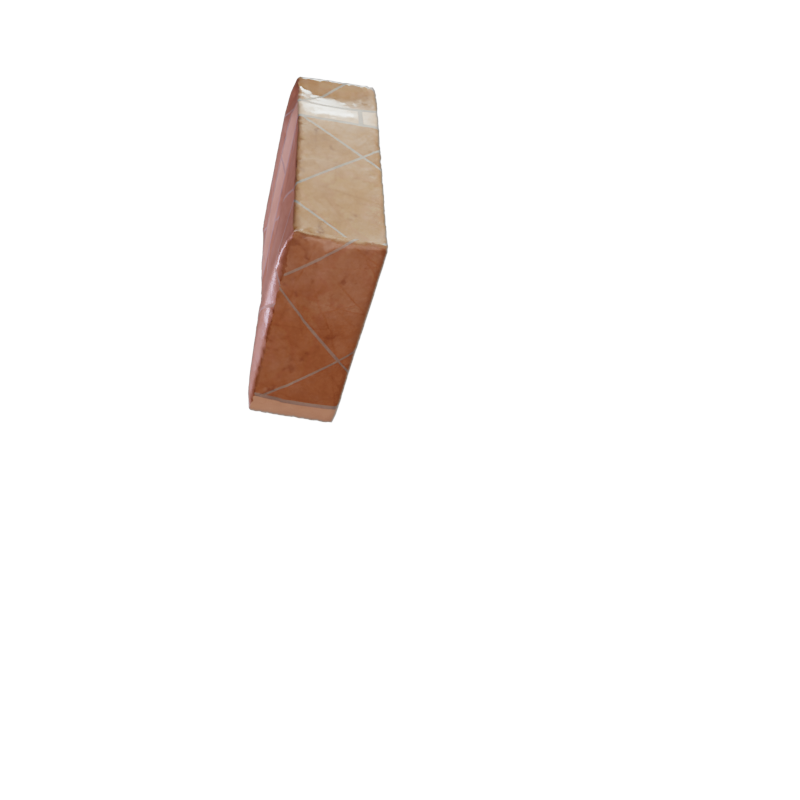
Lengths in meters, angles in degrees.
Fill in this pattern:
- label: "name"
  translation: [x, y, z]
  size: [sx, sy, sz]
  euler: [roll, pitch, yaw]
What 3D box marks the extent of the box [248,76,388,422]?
- label: "box"
  translation: [-0.065, -0.118, 0.830]
  size: [0.071, 0.155, 0.229]
  euler: [9, 40, -12]
